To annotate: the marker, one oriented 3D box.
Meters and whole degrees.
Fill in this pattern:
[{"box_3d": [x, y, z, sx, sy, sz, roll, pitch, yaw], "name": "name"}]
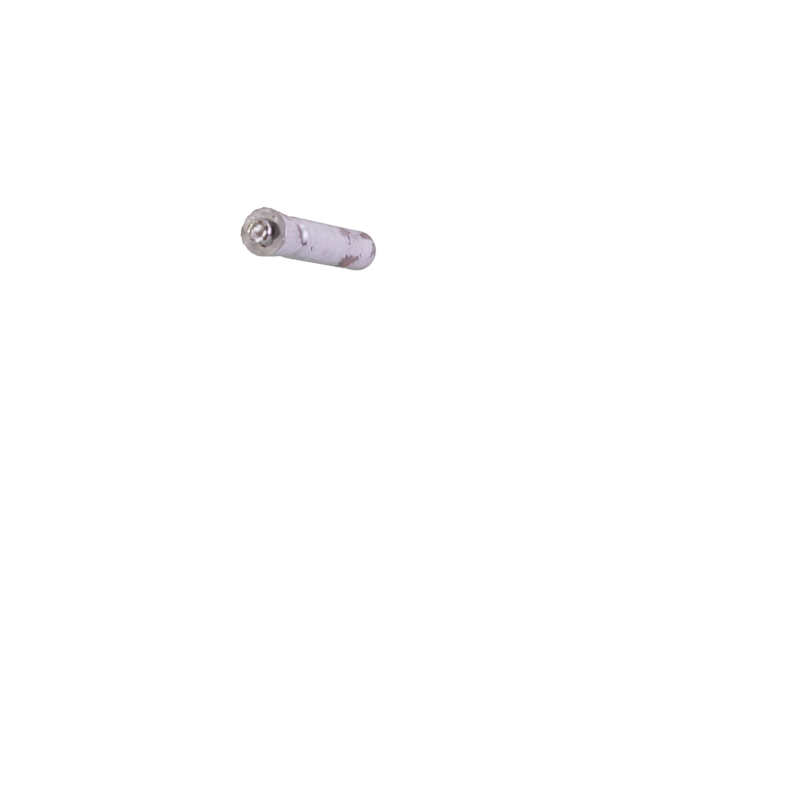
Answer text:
[{"box_3d": [-0.037, -0.067, 0.468, 0.020, 0.020, 0.118, 1, 4, 16], "name": "marker"}]
